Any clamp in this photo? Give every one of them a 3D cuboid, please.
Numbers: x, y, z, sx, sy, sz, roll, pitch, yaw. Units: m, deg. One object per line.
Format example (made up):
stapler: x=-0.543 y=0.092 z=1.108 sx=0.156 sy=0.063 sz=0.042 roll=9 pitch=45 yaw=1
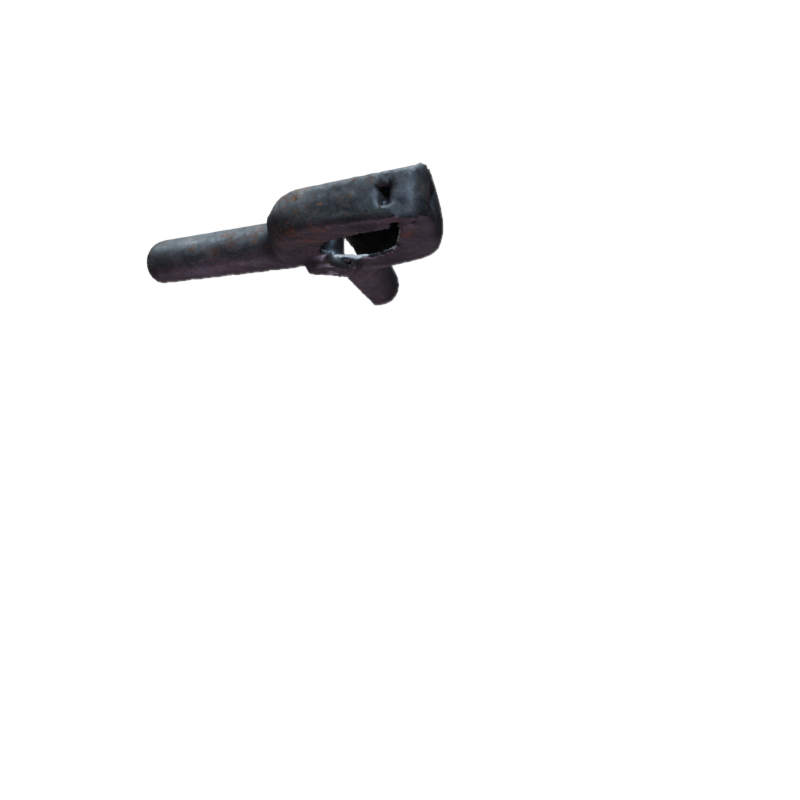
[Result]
clamp: x=-0.048 y=-0.088 z=0.616 sx=0.161 sy=0.037 sz=0.209 roll=2 pitch=-8 yaw=-18
